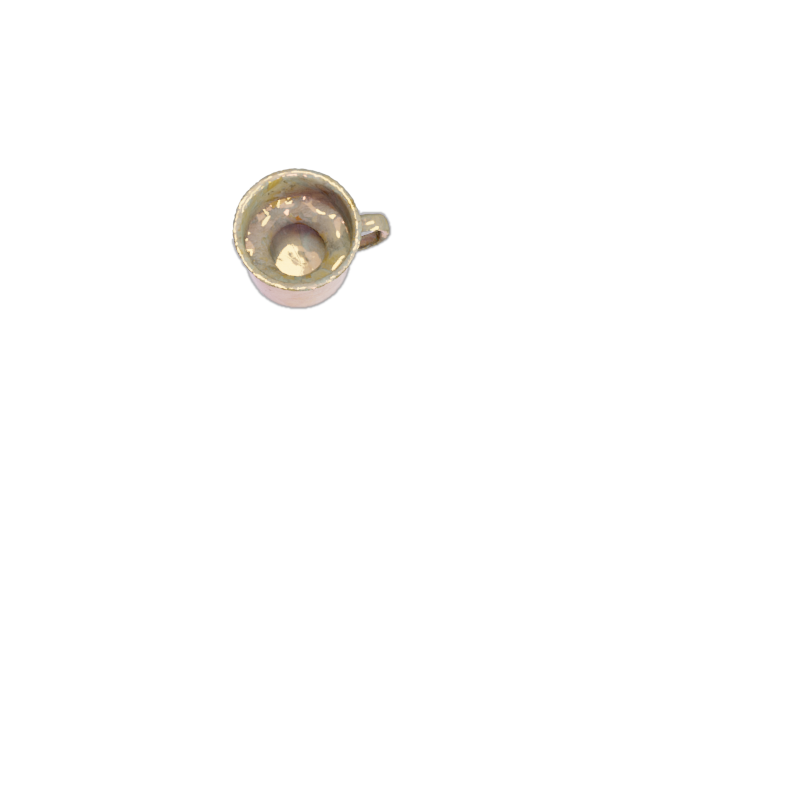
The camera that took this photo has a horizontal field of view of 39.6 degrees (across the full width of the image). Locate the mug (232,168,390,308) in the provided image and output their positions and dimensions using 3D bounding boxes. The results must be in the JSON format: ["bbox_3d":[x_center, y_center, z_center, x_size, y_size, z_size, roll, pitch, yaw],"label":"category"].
[{"bbox_3d":[-0.065,-0.119,0.835,0.117,0.097,0.079,-13,-13,-5],"label":"mug"}]
